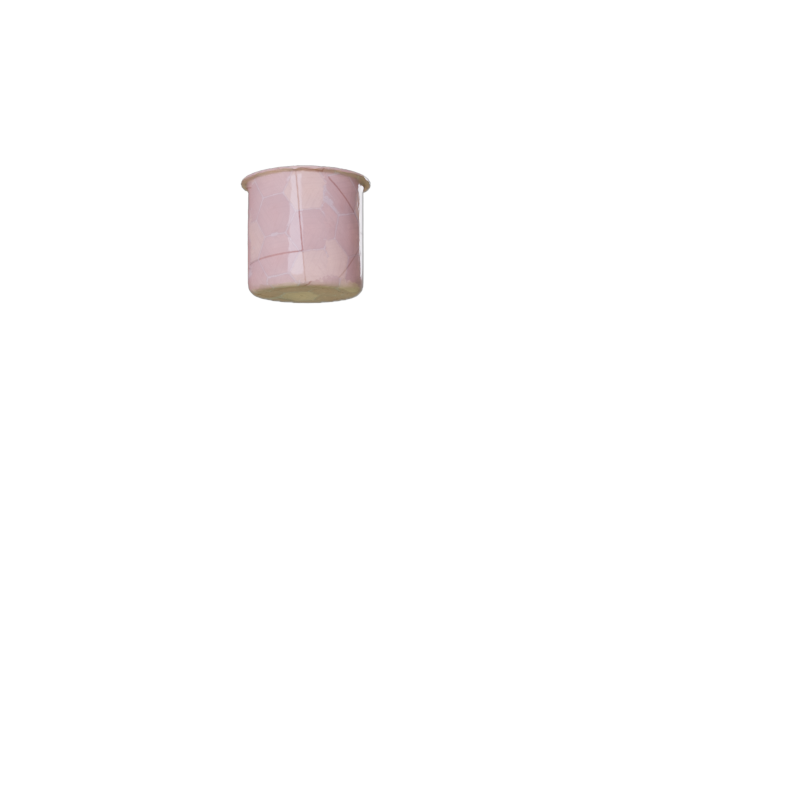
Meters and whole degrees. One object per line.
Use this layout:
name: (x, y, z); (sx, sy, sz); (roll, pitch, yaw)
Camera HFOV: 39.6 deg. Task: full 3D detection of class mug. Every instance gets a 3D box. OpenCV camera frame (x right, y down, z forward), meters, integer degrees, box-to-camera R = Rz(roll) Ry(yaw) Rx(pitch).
mug: (-0.062, -0.114, 0.795); (0.095, 0.084, 0.111); (-4, -8, 24)
